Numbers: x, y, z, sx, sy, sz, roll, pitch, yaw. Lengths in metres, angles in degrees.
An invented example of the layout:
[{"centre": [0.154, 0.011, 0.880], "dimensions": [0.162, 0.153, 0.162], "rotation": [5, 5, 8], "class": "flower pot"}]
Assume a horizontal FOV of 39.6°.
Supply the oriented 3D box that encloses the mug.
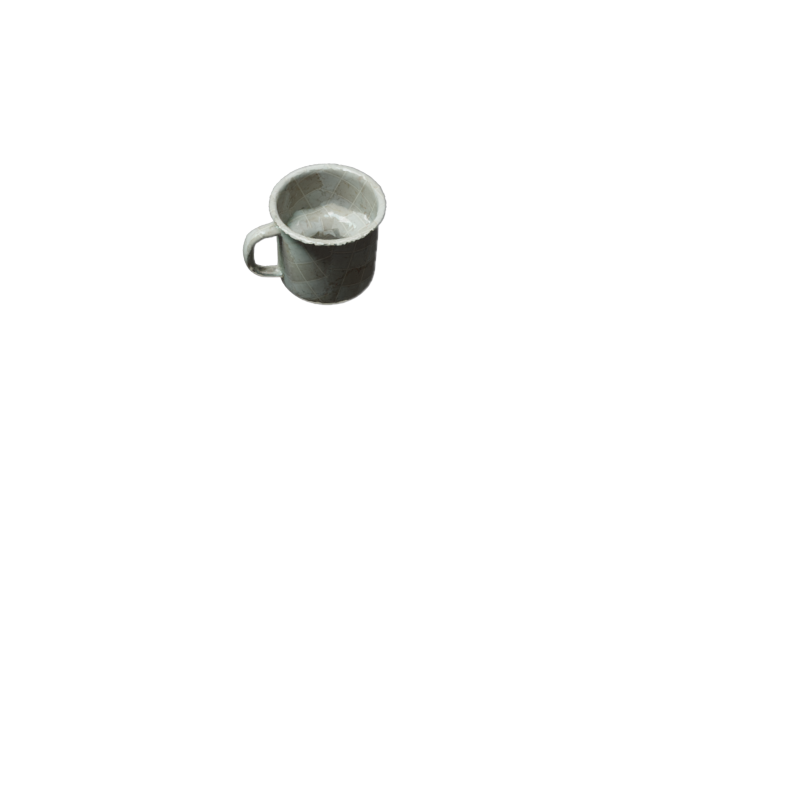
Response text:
[{"centre": [-0.070, -0.128, 0.898], "dimensions": [0.116, 0.101, 0.076], "rotation": [-17, -38, -15], "class": "mug"}]
